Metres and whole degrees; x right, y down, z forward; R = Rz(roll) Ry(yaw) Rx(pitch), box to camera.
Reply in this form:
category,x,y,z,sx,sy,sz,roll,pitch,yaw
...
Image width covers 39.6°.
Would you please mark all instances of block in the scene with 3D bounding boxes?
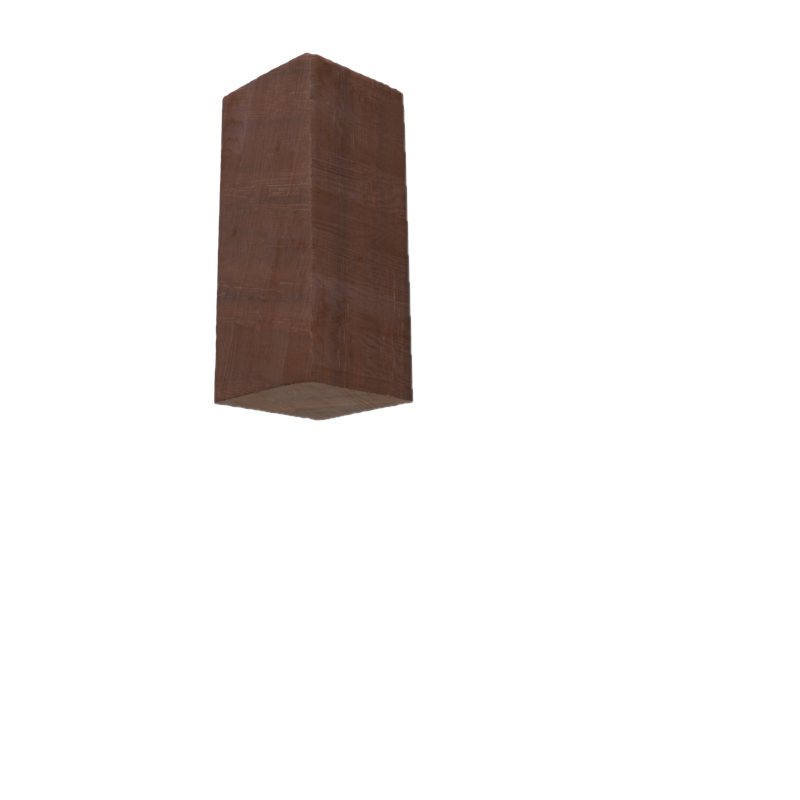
category,x,y,z,sx,sy,sz,roll,pitch,yaw
block,-0.055,-0.101,0.703,0.086,0.215,0.091,15,-24,-42
